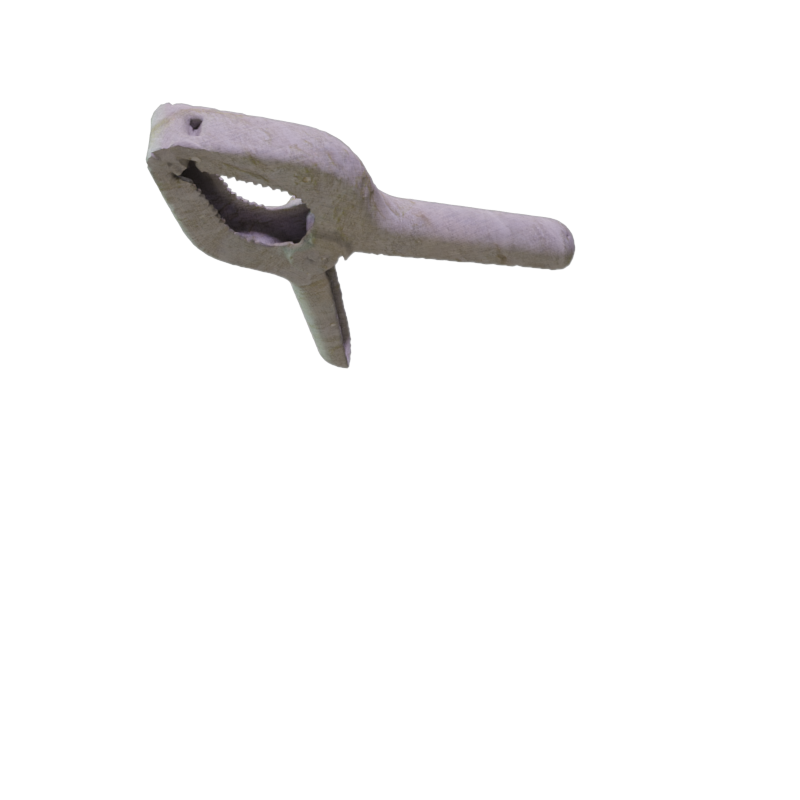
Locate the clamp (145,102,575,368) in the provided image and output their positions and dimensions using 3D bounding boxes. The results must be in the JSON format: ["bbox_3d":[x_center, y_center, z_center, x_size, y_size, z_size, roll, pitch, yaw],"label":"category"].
[{"bbox_3d":[-0.043,-0.078,0.544,0.198,0.039,0.163,22,-37,-33],"label":"clamp"}]
